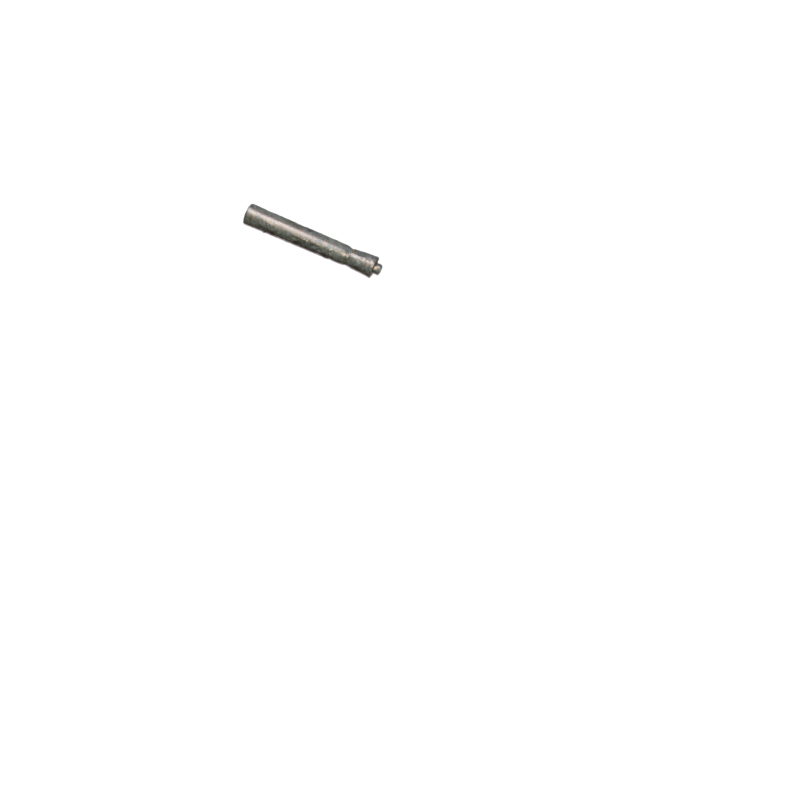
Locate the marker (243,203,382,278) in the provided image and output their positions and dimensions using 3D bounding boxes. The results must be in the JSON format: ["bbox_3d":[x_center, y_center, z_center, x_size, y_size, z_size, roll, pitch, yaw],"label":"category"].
[{"bbox_3d":[-0.071,-0.130,0.912,0.123,0.020,0.019,24,7,10],"label":"marker"}]
